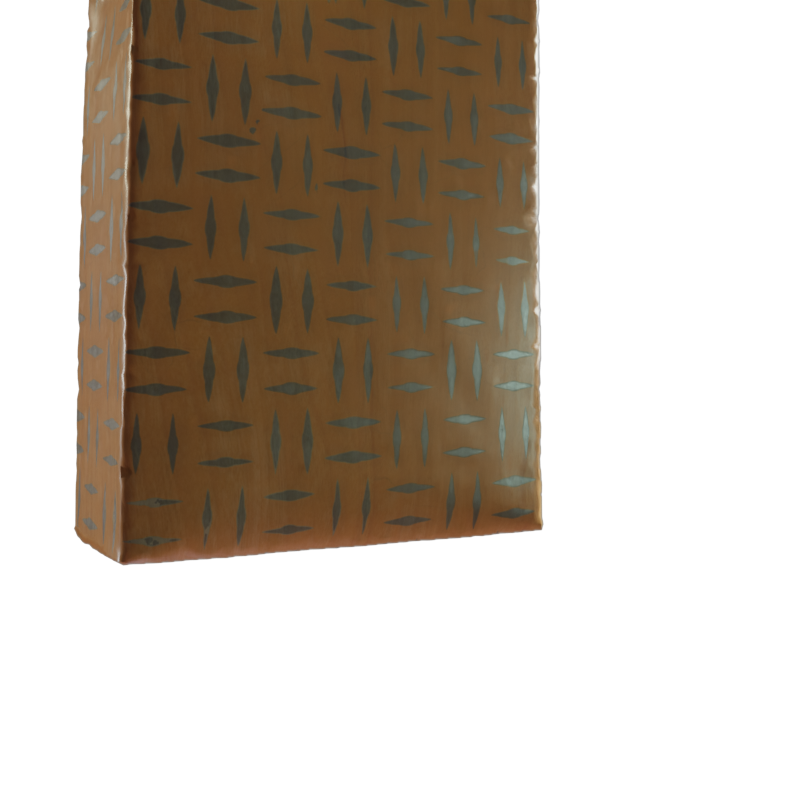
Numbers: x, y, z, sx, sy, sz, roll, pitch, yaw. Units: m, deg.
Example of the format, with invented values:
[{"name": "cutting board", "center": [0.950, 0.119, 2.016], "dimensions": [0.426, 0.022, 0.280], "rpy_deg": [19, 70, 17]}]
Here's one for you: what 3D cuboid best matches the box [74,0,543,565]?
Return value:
[{"name": "box", "center": [-0.032, -0.058, 0.408], "dimensions": [0.158, 0.217, 0.073], "rpy_deg": [1, -5, -28]}]
